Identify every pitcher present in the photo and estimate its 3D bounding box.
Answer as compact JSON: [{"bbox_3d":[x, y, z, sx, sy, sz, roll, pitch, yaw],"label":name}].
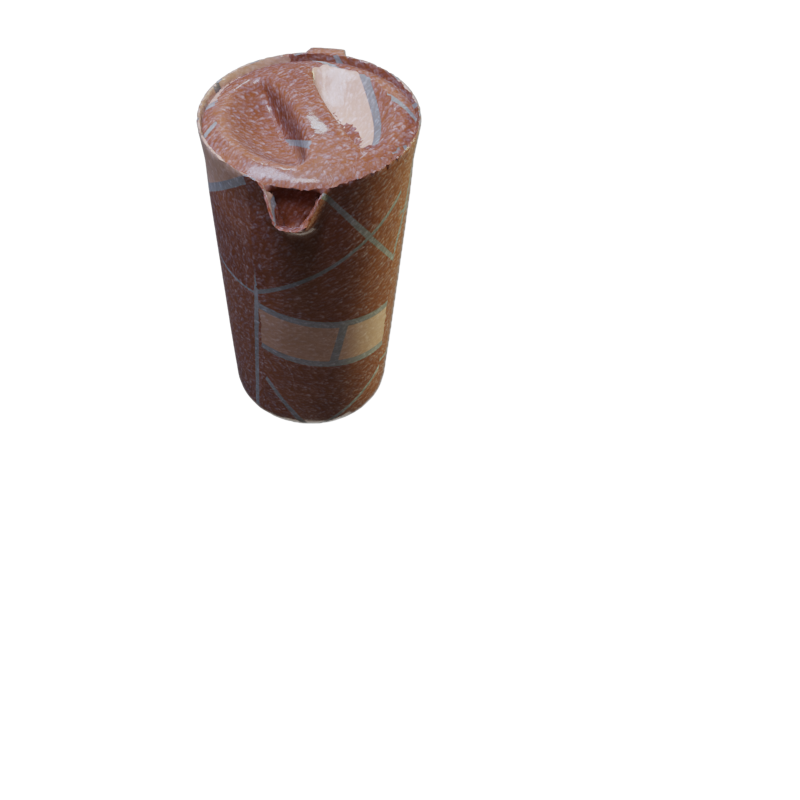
[{"bbox_3d":[-0.058,-0.106,0.743,0.149,0.226,0.155,-31,56,-28],"label":"pitcher"}]
